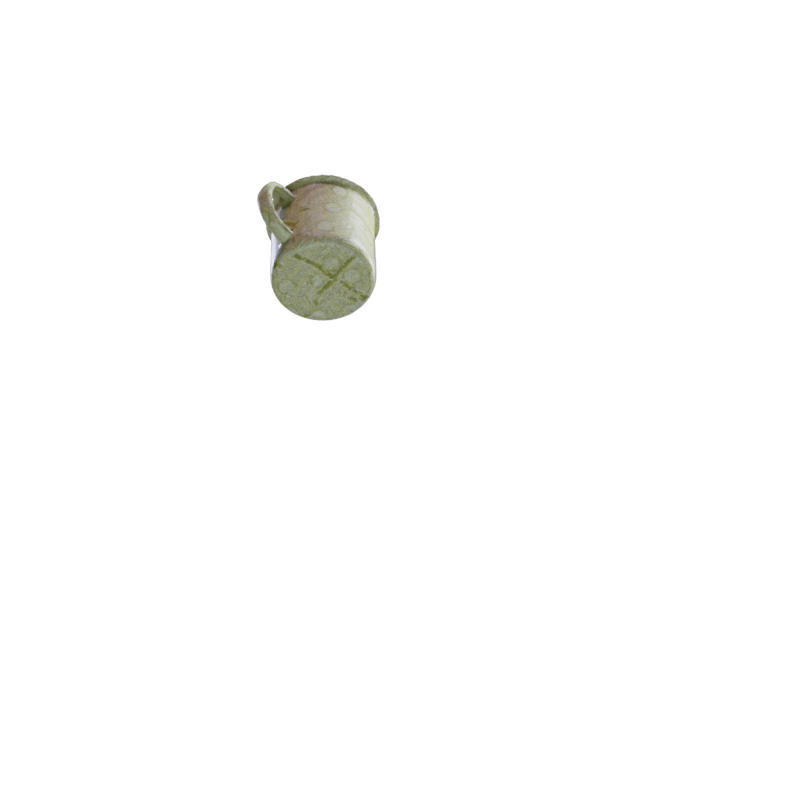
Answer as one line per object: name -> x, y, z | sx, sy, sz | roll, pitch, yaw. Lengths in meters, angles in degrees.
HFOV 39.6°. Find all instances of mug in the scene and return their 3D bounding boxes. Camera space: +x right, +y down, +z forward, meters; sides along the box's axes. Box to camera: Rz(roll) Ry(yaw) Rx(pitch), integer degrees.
mug -> -0.068, -0.124, 0.867 | 0.093, 0.087, 0.110 | -32, -57, 22
